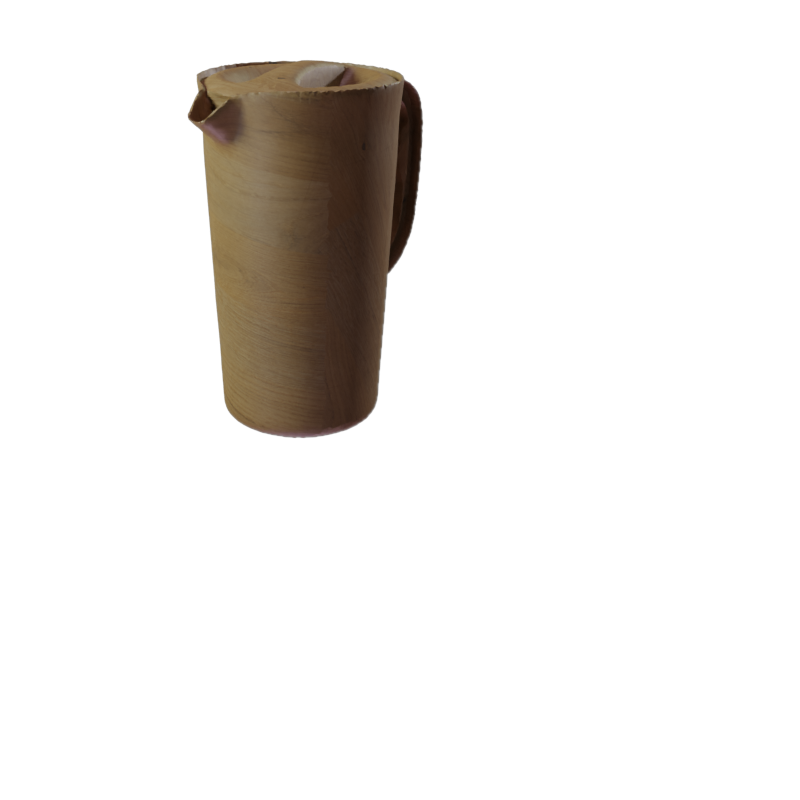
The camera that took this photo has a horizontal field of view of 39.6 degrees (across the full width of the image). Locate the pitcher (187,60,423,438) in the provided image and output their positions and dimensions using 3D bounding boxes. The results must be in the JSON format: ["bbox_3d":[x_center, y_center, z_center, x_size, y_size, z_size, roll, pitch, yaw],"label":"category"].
[{"bbox_3d":[-0.059,-0.107,0.751,0.149,0.233,0.151,1,20,0],"label":"pitcher"}]
